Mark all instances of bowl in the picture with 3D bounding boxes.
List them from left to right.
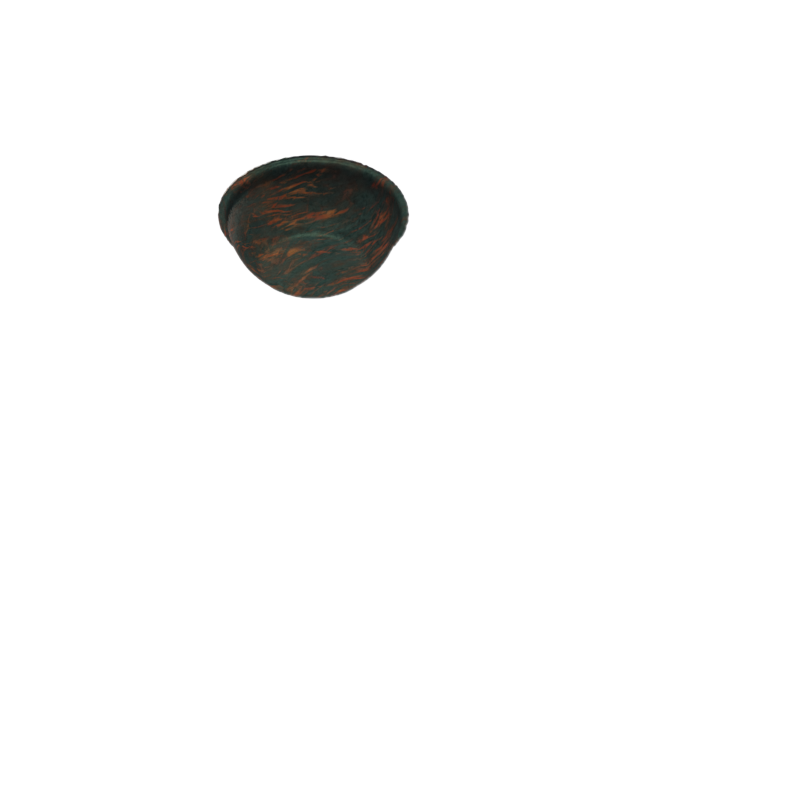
[{"bbox_3d":[-0.072,-0.132,0.923,0.162,0.059,0.152,1,-32,-2],"label":"bowl"}]
